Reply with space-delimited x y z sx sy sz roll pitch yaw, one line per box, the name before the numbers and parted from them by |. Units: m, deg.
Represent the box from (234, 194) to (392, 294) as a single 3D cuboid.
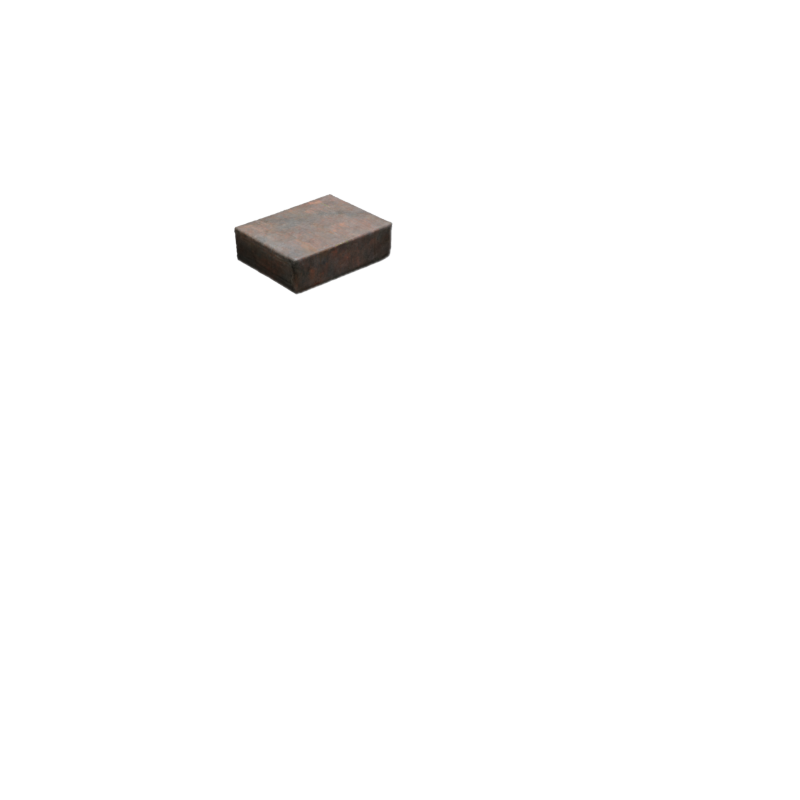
box | -0.077 -0.141 0.987 0.112 0.037 0.096 -24 38 -34
